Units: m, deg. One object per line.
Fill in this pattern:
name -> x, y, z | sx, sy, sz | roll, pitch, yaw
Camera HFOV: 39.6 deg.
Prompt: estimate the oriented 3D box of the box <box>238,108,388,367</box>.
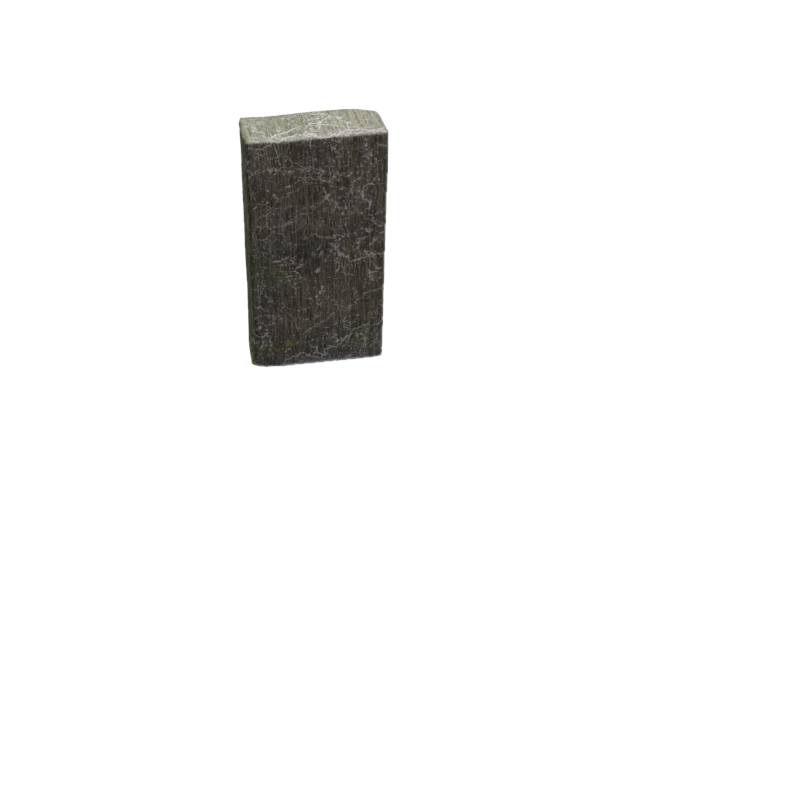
box -> -0.058, -0.106, 0.744 | 0.092, 0.166, 0.052 | -4, 32, -10
